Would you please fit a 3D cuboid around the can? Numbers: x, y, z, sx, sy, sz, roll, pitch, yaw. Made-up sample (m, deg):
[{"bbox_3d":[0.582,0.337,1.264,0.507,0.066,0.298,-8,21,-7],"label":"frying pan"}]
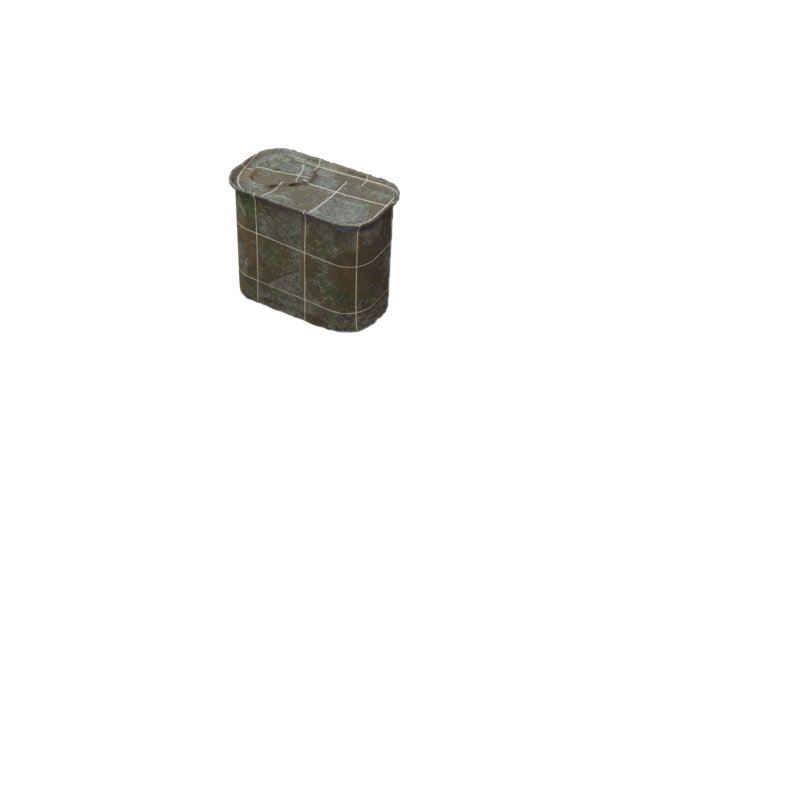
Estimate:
[{"bbox_3d":[-0.053,-0.097,0.681,0.107,0.078,0.059,22,42,25],"label":"can"}]
